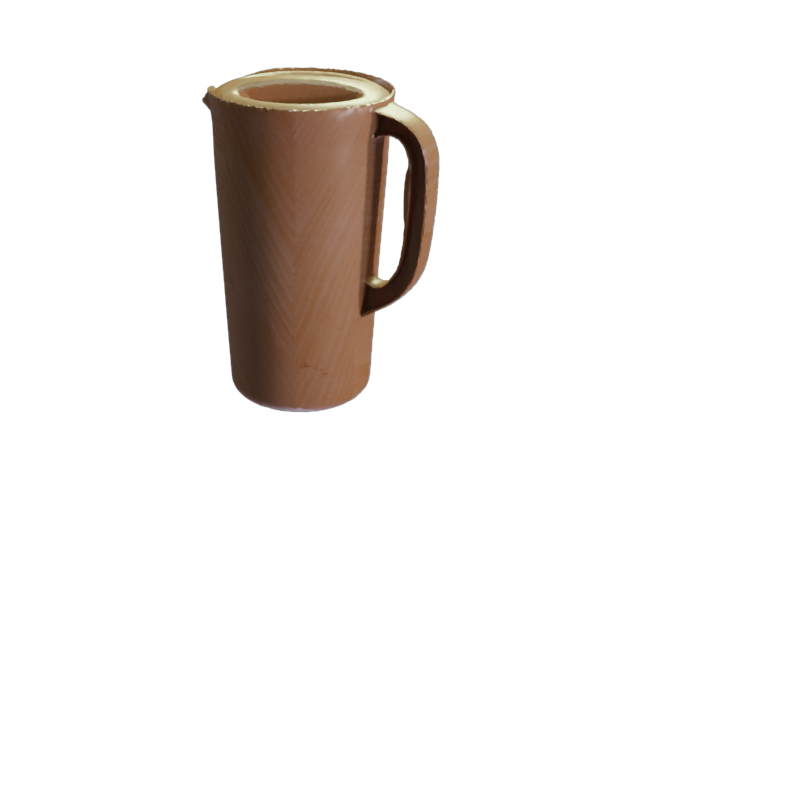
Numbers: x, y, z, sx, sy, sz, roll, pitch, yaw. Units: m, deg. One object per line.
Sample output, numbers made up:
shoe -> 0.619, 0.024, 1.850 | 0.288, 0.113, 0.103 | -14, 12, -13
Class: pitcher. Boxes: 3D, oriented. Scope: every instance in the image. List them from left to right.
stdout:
pitcher -> -0.064, -0.116, 0.815 | 0.142, 0.231, 0.159 | -6, 25, -16
